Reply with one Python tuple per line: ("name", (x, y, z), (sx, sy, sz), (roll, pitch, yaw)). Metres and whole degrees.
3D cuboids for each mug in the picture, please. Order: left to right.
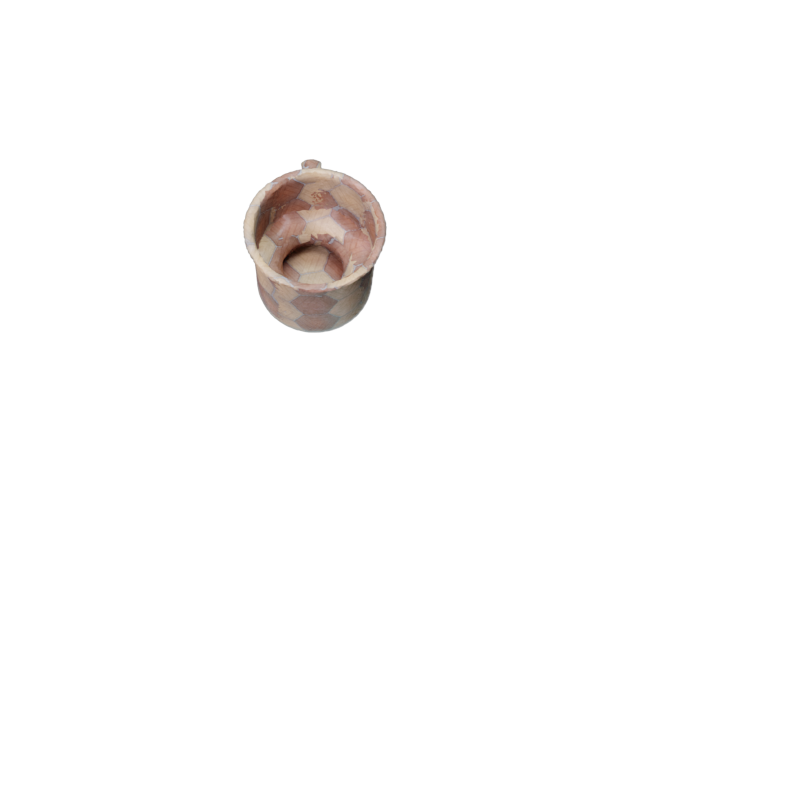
("mug", (-0.060, -0.109, 0.760), (0.093, 0.125, 0.077), (-5, -26, -4))
